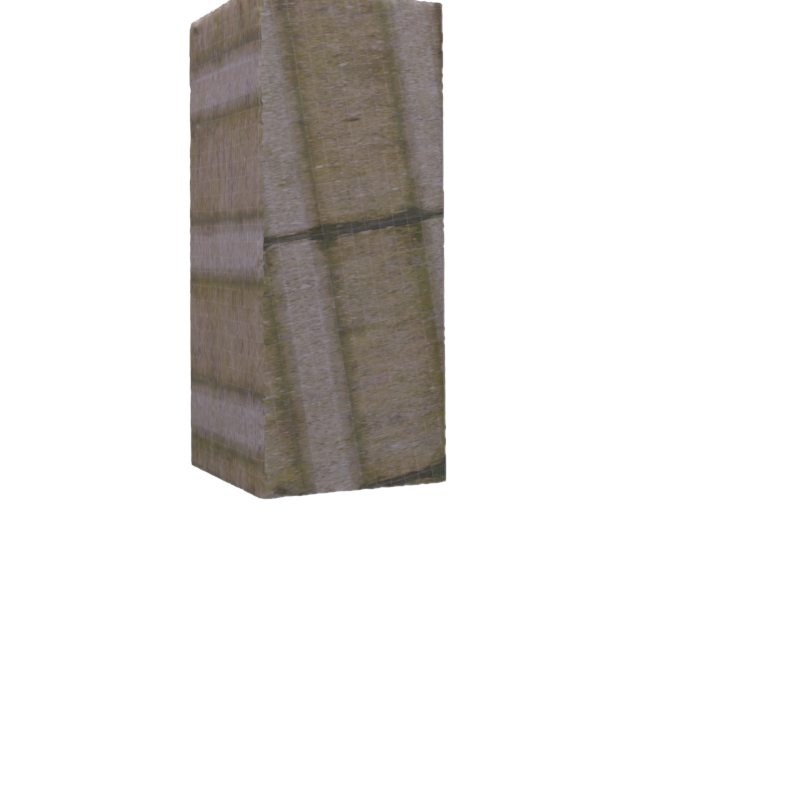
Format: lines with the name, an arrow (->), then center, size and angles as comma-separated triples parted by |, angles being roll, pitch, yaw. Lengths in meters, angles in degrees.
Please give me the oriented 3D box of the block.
block -> -0.040, -0.071, 0.498 | 0.087, 0.207, 0.093 | 0, 0, -28
